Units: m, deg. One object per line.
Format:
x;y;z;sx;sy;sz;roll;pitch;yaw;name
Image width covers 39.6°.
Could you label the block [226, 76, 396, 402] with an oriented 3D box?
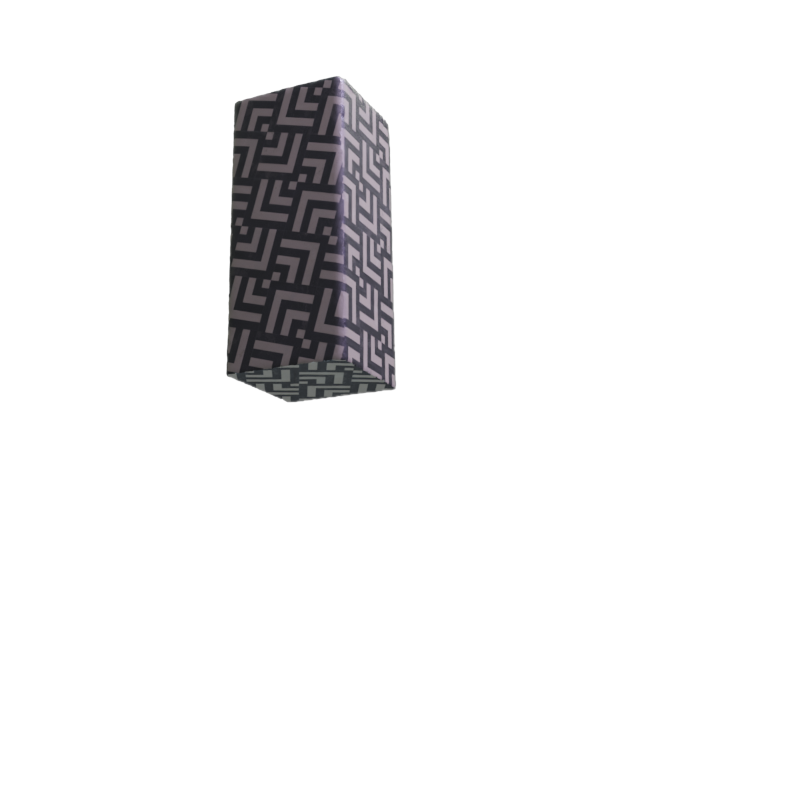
-0.062;-0.113;0.792;0.092;0.216;0.085;-10;-22;23;block
